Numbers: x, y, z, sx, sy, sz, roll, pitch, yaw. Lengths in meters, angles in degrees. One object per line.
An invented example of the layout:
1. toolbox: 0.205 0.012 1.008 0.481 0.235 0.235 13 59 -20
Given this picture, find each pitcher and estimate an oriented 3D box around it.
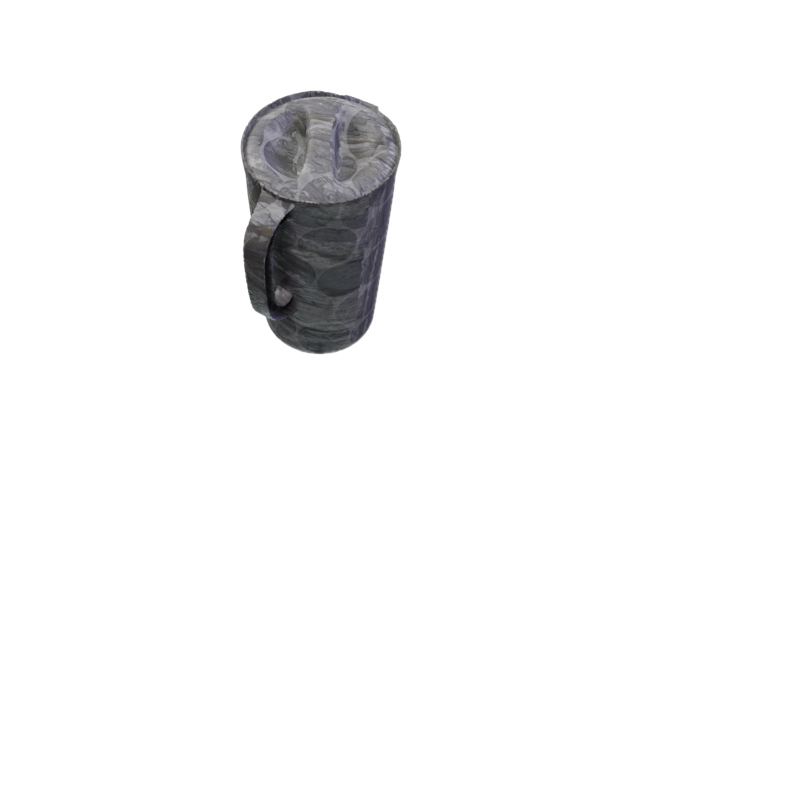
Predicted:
1. pitcher: -0.078 -0.142 0.998 0.148 0.156 0.227 -12 -35 -12
